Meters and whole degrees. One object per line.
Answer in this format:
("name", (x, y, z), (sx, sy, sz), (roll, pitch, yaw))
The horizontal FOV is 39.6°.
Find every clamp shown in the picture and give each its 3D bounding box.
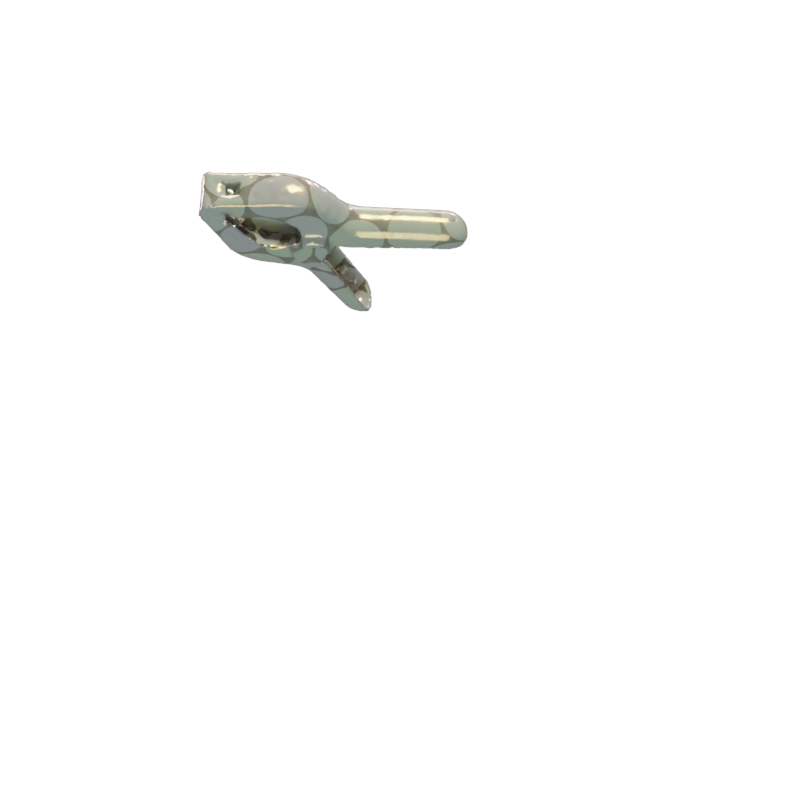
("clamp", (-0.057, -0.103, 0.723), (0.165, 0.042, 0.116), (14, -36, -21))
